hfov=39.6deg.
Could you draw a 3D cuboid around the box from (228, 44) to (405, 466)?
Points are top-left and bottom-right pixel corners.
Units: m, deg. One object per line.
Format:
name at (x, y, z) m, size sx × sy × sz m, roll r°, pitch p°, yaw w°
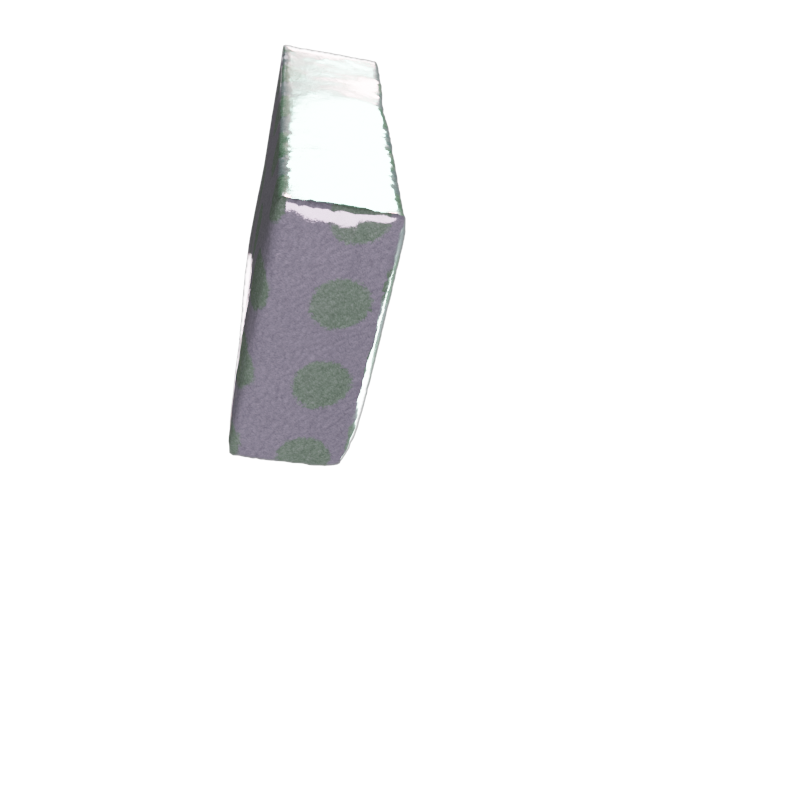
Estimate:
box at (-0.051, -0.094, 0.655) m, size 0.071 × 0.156 × 0.228 m, roll 9°, pitch 33°, yaw -10°
